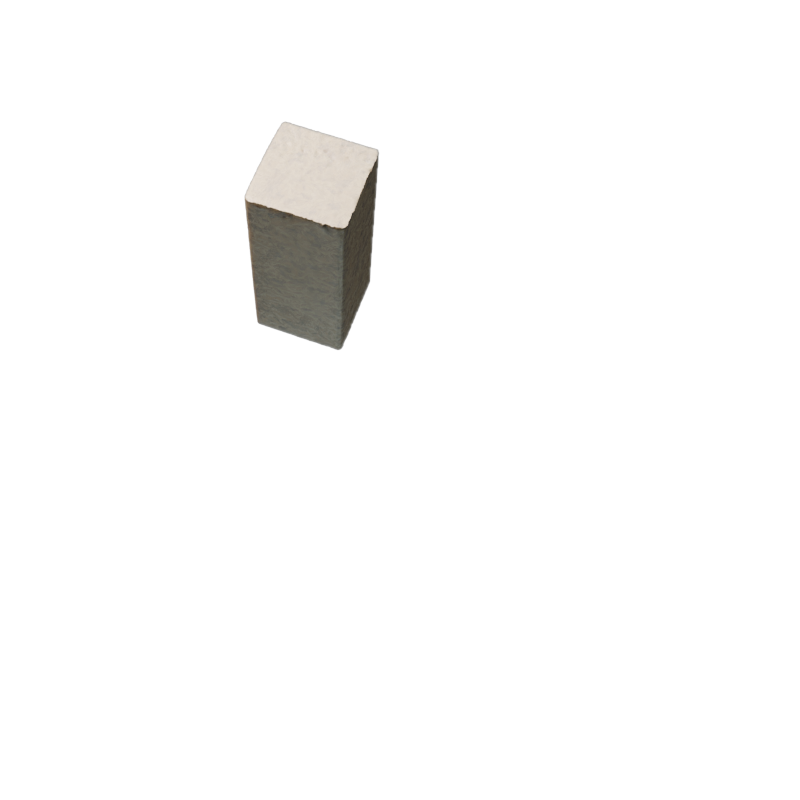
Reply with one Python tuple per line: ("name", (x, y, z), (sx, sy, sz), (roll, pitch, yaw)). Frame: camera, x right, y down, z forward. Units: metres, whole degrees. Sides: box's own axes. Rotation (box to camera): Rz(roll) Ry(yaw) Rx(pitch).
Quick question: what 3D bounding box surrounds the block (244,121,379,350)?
("block", (-0.078, -0.142, 0.996), (0.092, 0.094, 0.194), (19, -28, 6))
